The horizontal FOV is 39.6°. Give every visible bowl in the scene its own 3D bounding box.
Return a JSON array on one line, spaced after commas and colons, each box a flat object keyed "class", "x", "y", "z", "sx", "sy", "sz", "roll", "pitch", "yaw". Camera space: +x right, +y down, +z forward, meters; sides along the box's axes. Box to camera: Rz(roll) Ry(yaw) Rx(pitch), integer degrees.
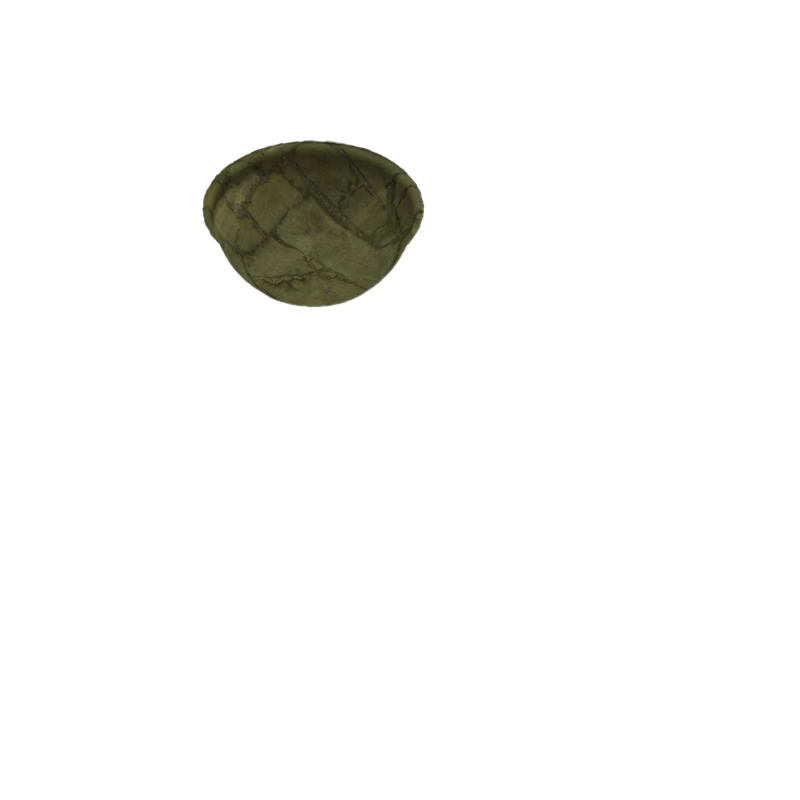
[{"class": "bowl", "x": -0.062, "y": -0.114, "z": 0.795, "sx": 0.162, "sy": 0.059, "sz": 0.152, "roll": 1, "pitch": -30, "yaw": -2}]
